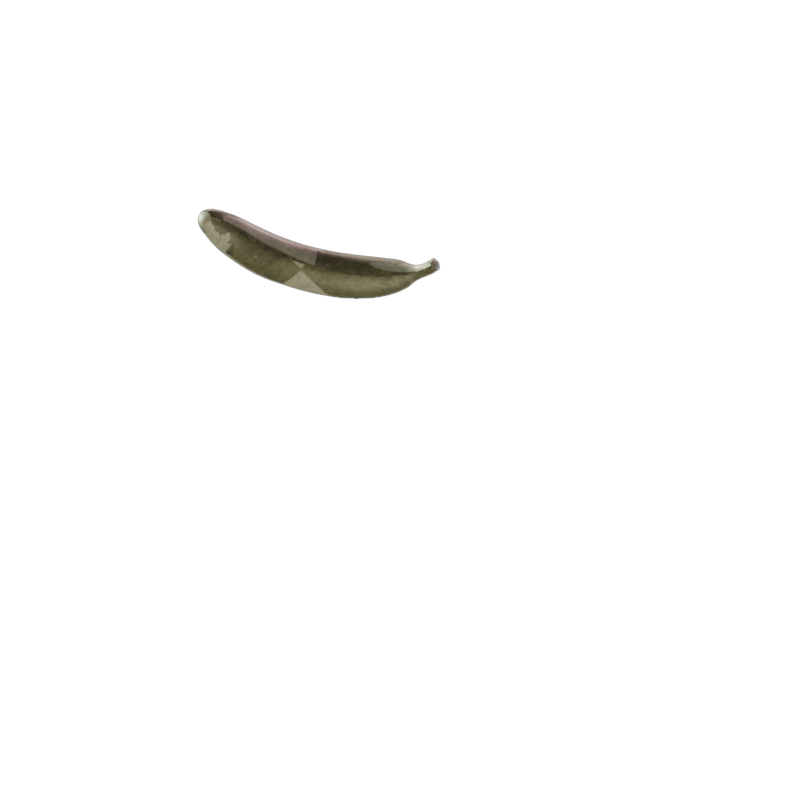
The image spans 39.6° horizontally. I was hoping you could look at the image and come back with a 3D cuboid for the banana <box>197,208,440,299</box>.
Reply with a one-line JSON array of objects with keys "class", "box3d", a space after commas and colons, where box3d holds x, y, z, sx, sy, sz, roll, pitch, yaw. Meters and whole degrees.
[{"class": "banana", "box3d": [-0.072, -0.116, 0.903, 0.194, 0.039, 0.066, 9, -40, -12]}]
